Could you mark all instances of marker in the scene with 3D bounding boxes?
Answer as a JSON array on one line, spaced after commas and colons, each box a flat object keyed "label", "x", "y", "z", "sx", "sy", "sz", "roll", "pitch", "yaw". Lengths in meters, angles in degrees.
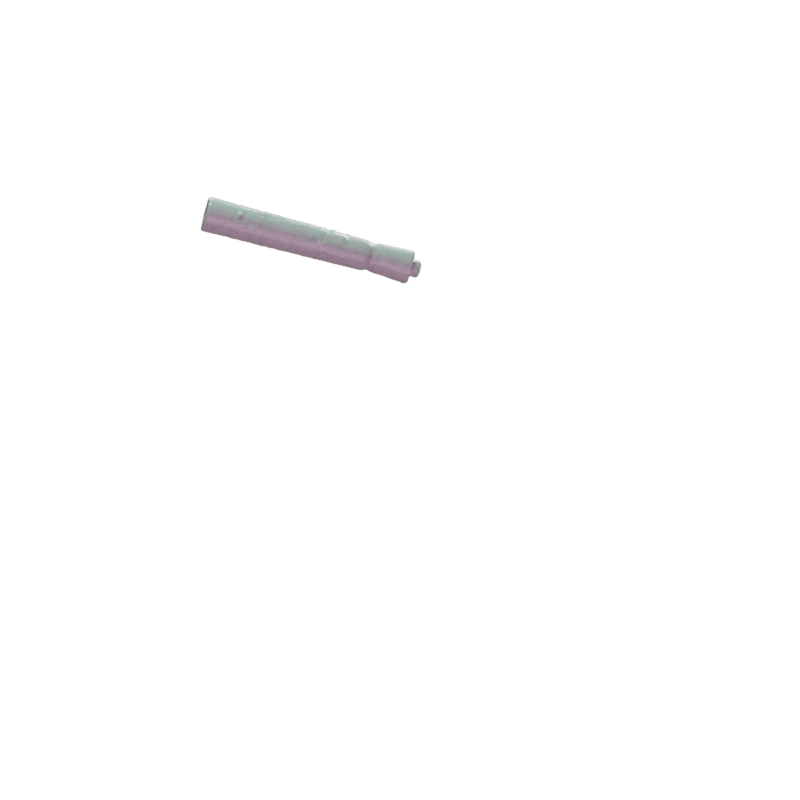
[{"label": "marker", "x": -0.047, "y": -0.086, "z": 0.599, "sx": 0.119, "sy": 0.020, "sz": 0.020, "roll": 14, "pitch": 1, "yaw": -9}]
